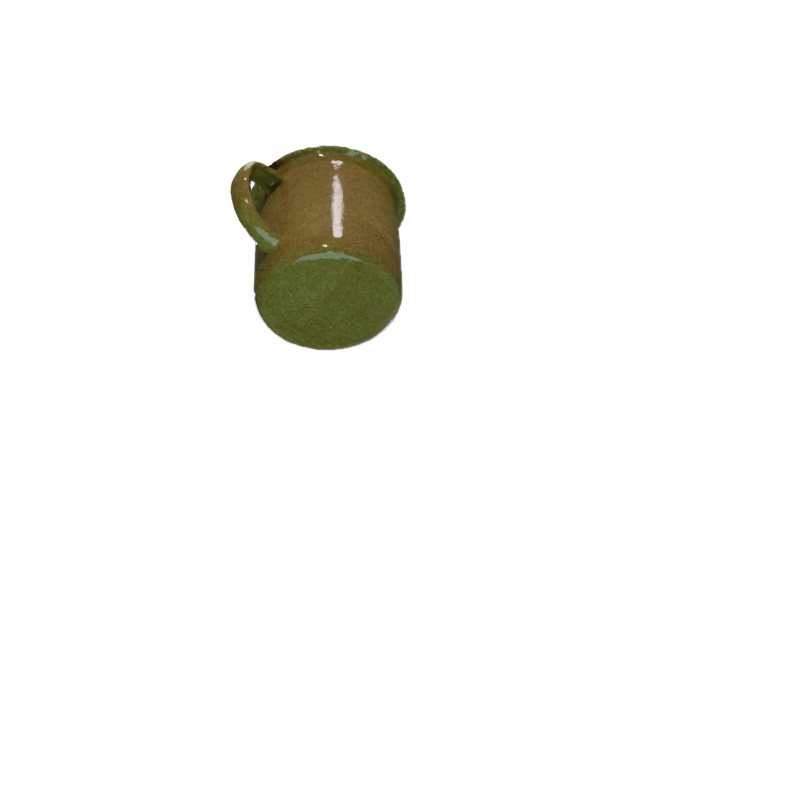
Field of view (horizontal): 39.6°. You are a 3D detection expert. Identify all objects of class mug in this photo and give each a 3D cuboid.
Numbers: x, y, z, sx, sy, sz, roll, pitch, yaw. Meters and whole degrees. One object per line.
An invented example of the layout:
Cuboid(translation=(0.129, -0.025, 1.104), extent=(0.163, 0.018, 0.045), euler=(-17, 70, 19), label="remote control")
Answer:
Cuboid(translation=(-0.049, -0.089, 0.621), extent=(0.093, 0.087, 0.109), euler=(-32, -51, 27), label="mug")
